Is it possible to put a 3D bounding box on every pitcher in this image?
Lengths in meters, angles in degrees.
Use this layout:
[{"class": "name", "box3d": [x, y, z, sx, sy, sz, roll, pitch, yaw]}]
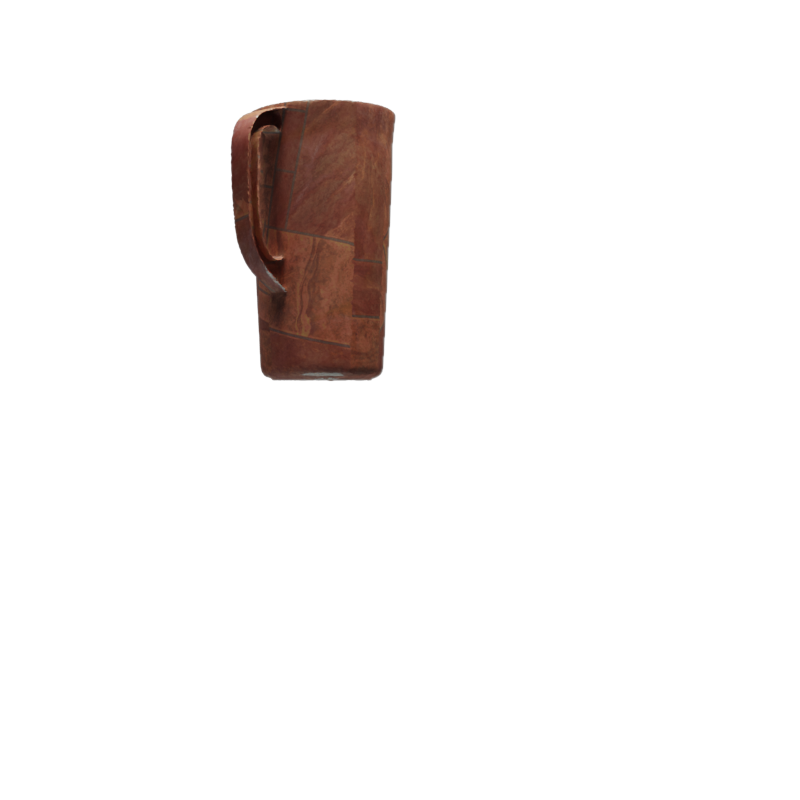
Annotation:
[{"class": "pitcher", "box3d": [-0.077, -0.140, 0.978, 0.148, 0.247, 0.144, 0, -5, -8]}]
